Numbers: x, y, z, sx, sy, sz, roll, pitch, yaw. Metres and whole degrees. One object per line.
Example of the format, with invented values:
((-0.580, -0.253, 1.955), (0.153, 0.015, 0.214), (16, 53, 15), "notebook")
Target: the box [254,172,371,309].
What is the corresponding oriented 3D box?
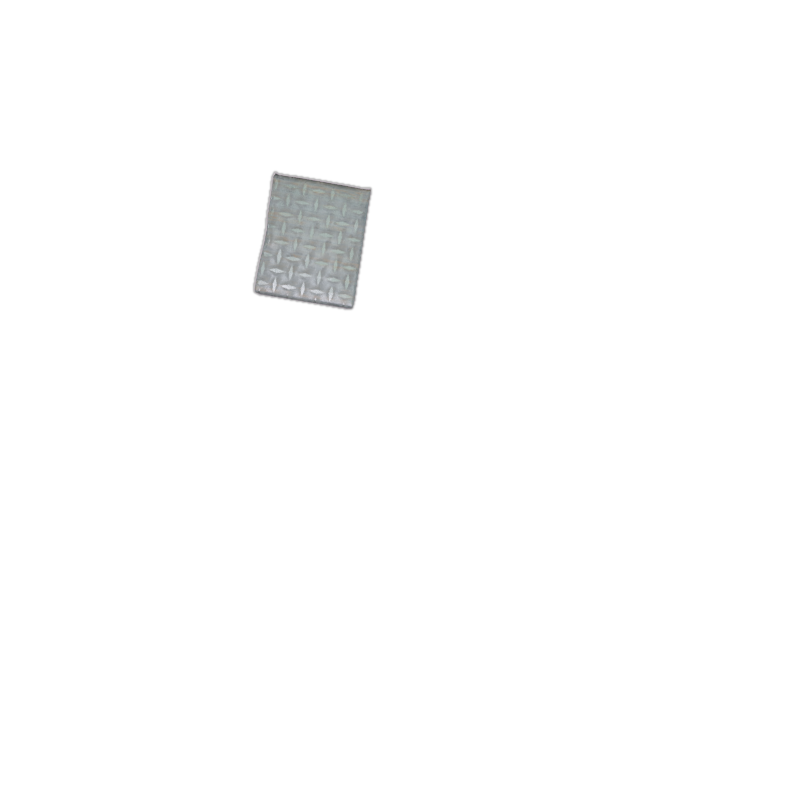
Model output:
((-0.063, -0.115, 0.806), (0.073, 0.090, 0.030), (9, -4, 0), "box")
